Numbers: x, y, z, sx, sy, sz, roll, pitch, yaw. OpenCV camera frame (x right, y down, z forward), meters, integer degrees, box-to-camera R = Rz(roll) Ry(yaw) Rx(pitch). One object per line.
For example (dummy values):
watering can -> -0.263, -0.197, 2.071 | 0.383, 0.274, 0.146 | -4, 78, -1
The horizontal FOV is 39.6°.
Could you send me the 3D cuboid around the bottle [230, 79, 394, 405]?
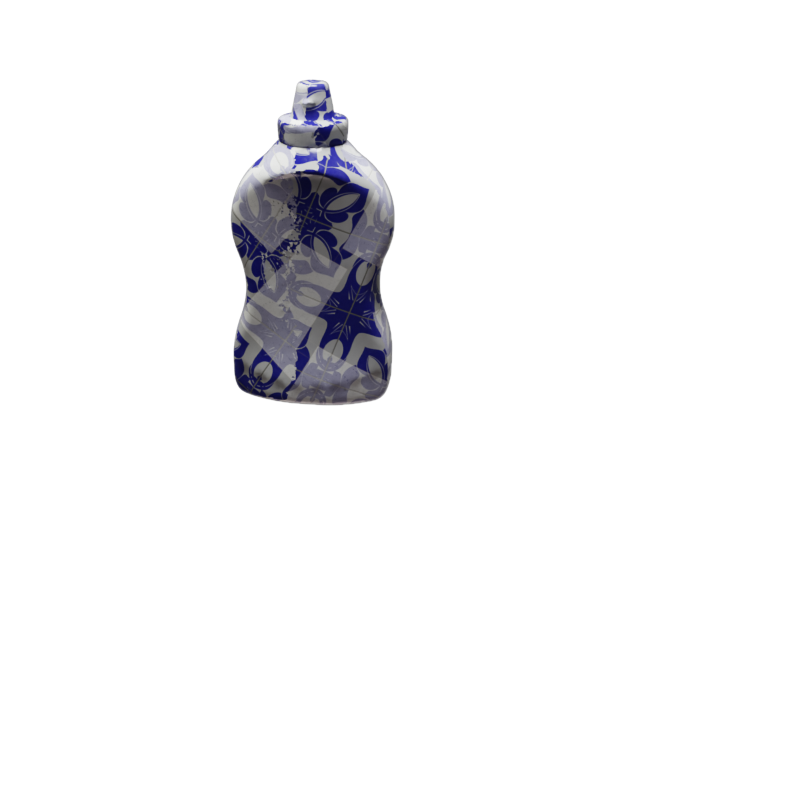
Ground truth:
bottle -> -0.052, -0.094, 0.660 | 0.097, 0.183, 0.060 | 4, 20, 8
